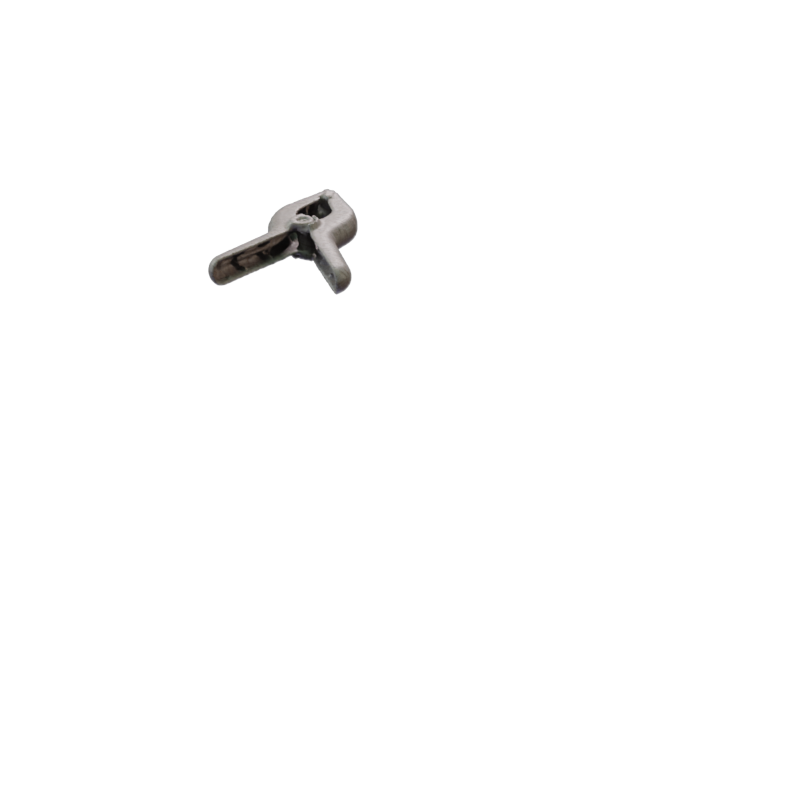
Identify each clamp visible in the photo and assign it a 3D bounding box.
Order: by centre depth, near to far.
[{"bbox_3d":[-0.075,-0.136,0.954,0.124,0.037,0.176,14,37,19],"label":"clamp"}]
